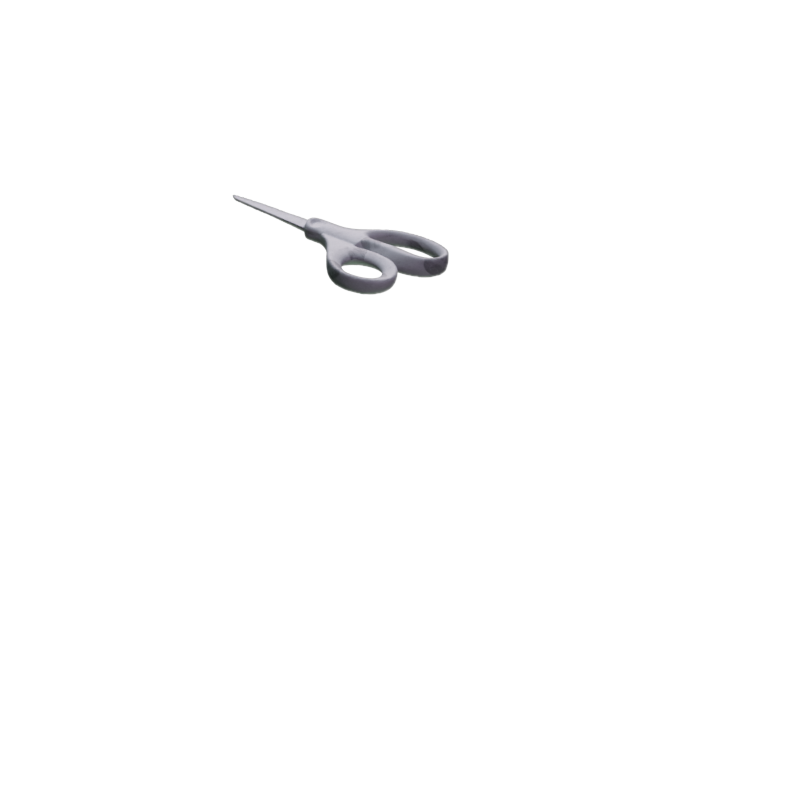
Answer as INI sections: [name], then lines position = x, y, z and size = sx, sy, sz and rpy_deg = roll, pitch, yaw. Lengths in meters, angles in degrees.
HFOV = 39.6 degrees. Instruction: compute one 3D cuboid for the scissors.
[scissors]
position = -0.064, -0.117, 0.820
size = 0.211, 0.015, 0.097
rpy_deg = 16, 34, 25
